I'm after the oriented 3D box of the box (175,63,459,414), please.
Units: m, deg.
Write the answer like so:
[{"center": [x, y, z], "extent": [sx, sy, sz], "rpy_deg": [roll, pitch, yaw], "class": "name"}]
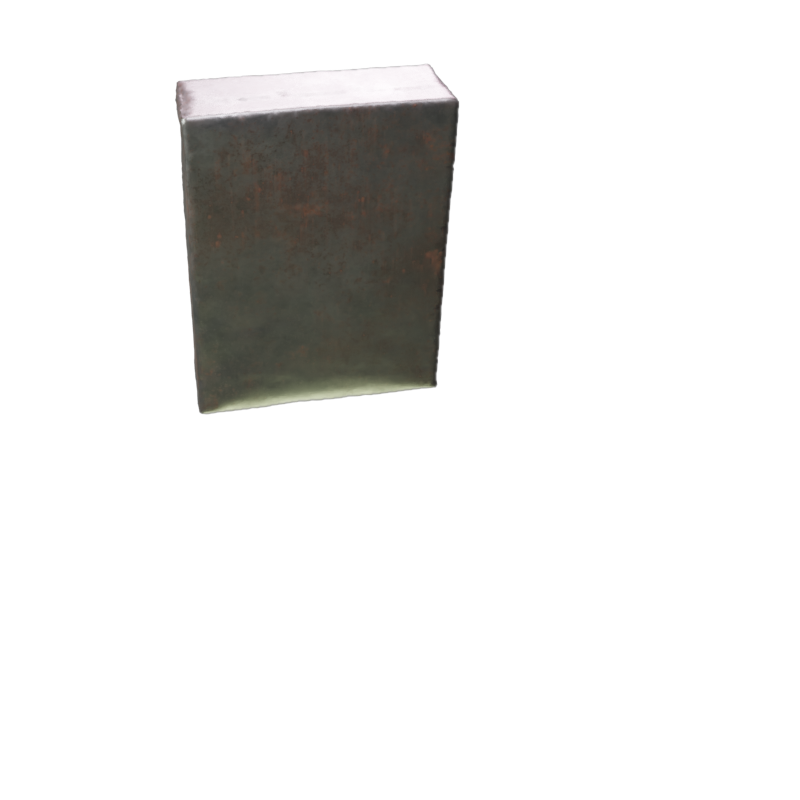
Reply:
[{"center": [-0.056, -0.102, 0.711], "extent": [0.162, 0.201, 0.077], "rpy_deg": [-5, 33, -10], "class": "box"}]
